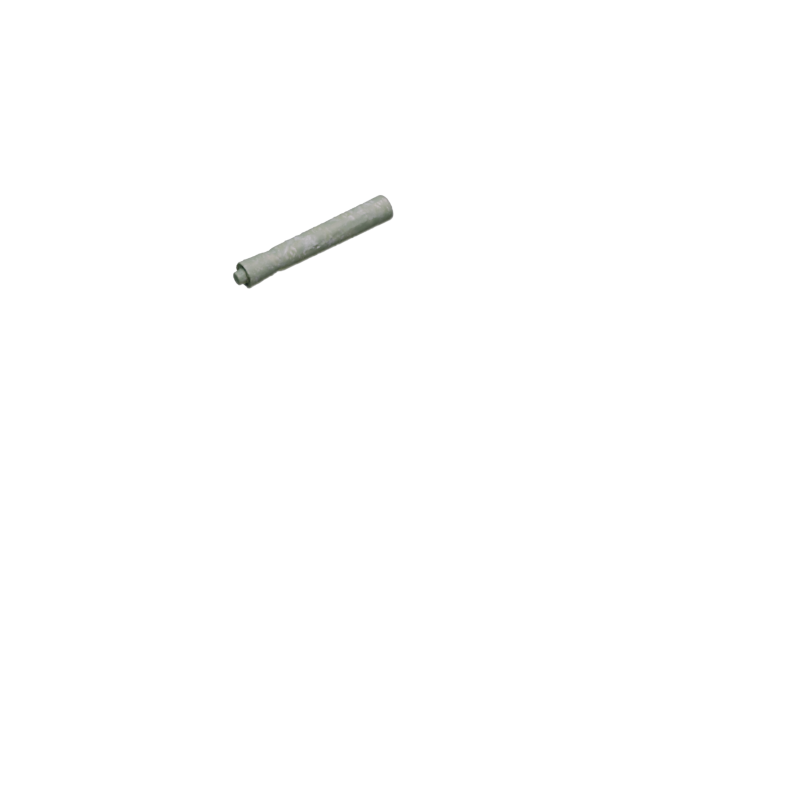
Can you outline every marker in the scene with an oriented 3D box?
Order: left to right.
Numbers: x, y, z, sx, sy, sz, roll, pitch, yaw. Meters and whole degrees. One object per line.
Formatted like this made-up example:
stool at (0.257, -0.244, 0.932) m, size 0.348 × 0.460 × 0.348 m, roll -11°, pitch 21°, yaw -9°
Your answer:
marker at (-0.058, -0.106, 0.740) m, size 0.121 × 0.019 × 0.020 m, roll -29°, pitch 17°, yaw -23°
